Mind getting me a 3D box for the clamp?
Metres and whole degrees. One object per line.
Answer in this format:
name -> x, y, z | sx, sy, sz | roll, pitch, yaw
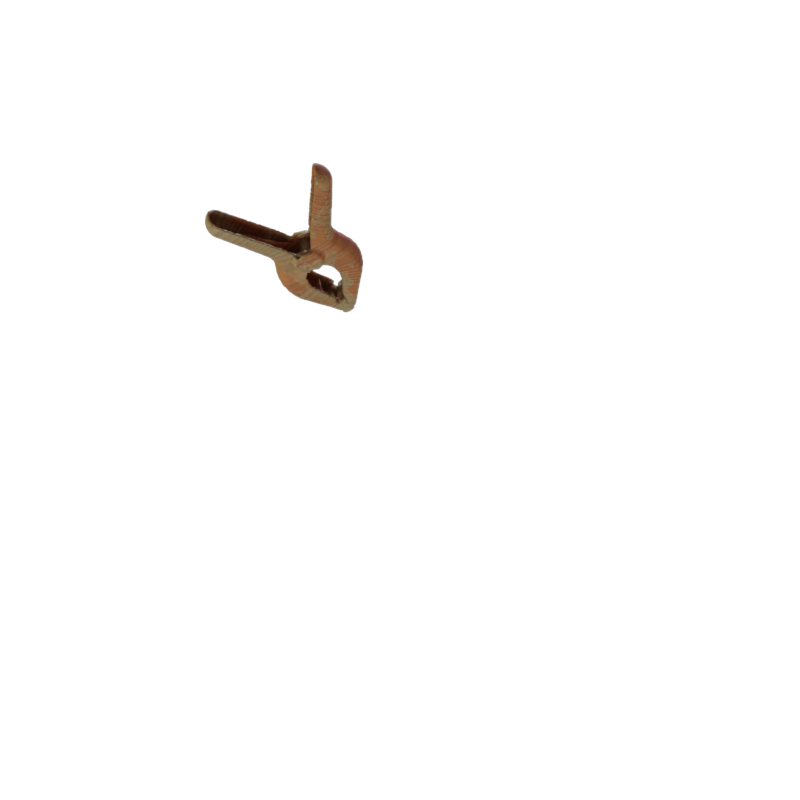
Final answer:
clamp -> -0.078, -0.141, 0.990 | 0.121, 0.042, 0.159 | -23, -40, 29
